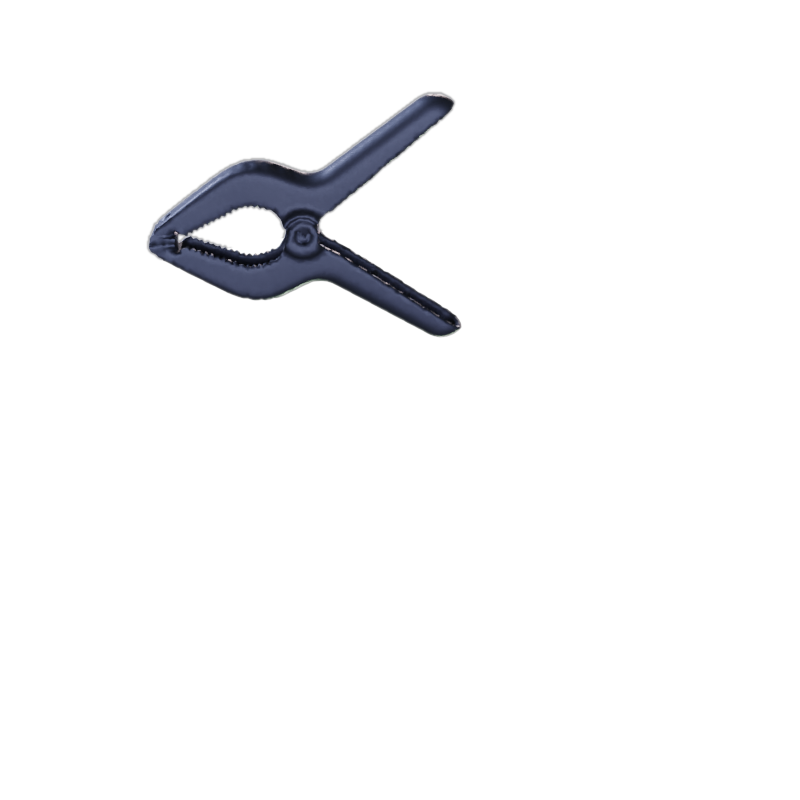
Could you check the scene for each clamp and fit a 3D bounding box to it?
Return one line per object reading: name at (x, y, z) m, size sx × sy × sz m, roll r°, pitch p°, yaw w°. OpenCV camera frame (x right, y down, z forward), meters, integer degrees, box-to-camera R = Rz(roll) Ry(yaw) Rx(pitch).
clamp at (-0.057, -0.104, 0.729) m, size 0.210 × 0.157 × 0.038 m, roll -10°, pitch 18°, yaw 3°
